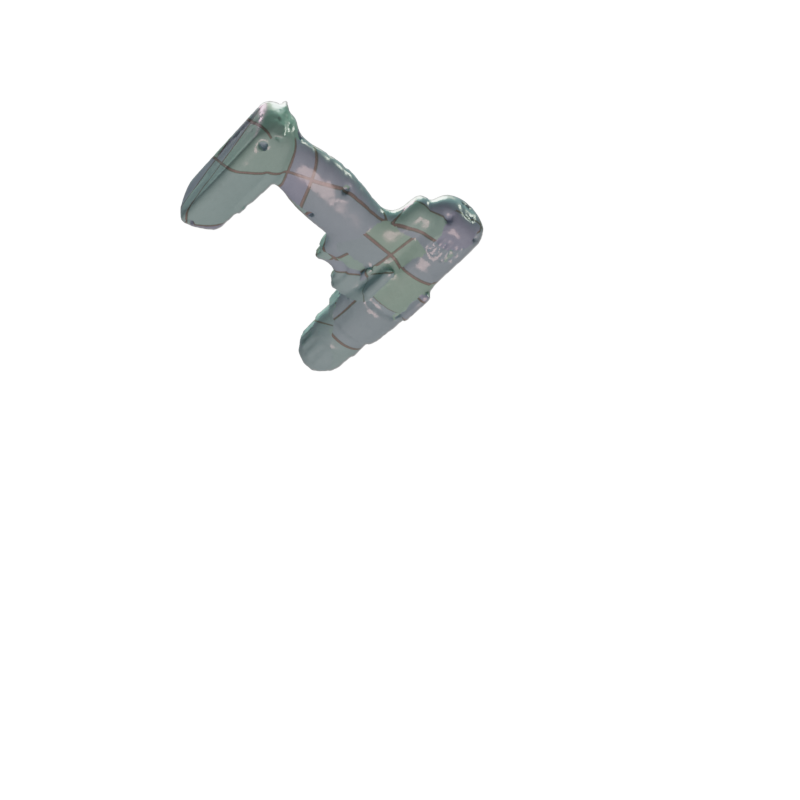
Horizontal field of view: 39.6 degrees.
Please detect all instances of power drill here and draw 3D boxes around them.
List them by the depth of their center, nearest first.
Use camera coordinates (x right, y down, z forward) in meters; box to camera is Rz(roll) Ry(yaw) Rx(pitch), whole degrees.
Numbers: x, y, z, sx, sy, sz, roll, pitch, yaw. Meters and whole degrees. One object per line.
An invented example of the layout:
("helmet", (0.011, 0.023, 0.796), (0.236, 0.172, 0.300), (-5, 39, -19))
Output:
("power drill", (-0.063, -0.115, 0.805), (0.178, 0.061, 0.181), (33, -60, -23))
